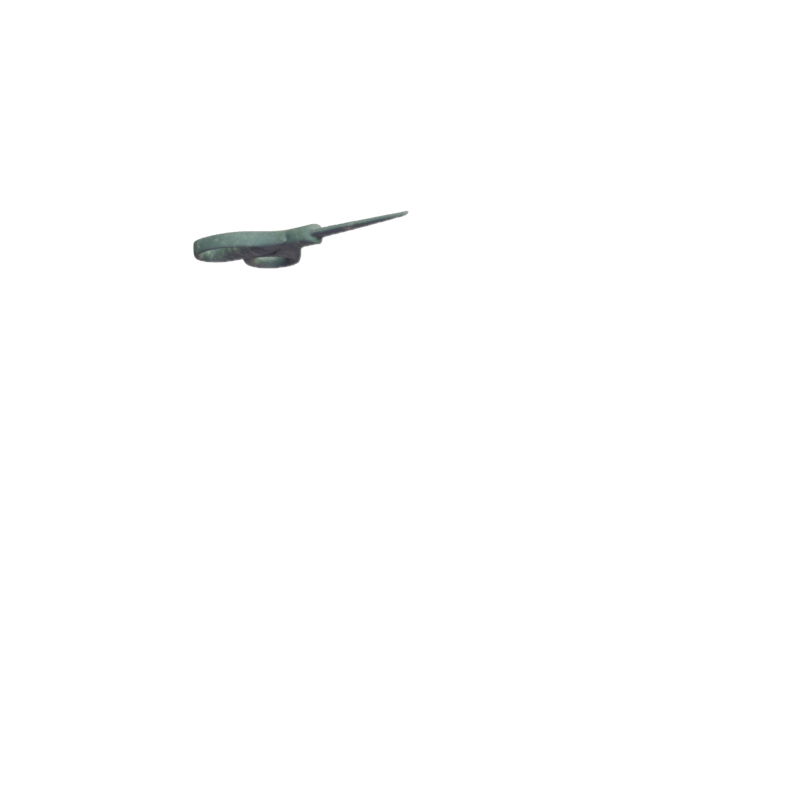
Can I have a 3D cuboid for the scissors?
[{"bbox_3d":[-0.068,-0.124,0.869,0.207,0.016,0.091,-3,-6,27],"label":"scissors"}]
